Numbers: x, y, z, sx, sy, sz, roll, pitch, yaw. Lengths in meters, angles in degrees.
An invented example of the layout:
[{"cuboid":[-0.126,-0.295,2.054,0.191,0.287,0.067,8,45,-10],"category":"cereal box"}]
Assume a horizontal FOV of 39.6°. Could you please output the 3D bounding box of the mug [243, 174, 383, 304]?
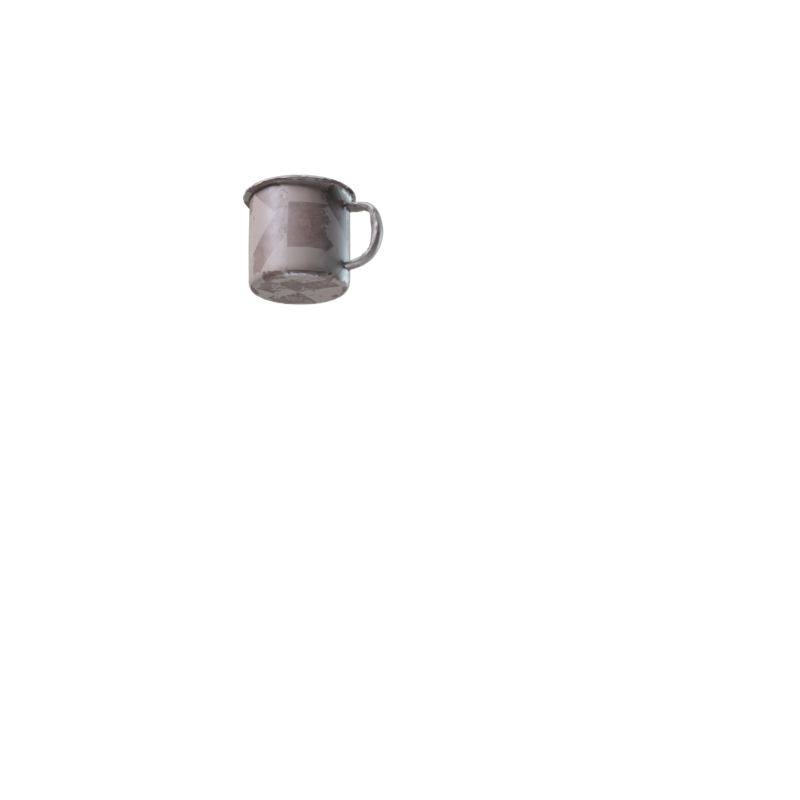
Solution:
[{"cuboid":[-0.070,-0.127,0.892,0.119,0.085,0.088,-5,-18,17],"category":"mug"}]
